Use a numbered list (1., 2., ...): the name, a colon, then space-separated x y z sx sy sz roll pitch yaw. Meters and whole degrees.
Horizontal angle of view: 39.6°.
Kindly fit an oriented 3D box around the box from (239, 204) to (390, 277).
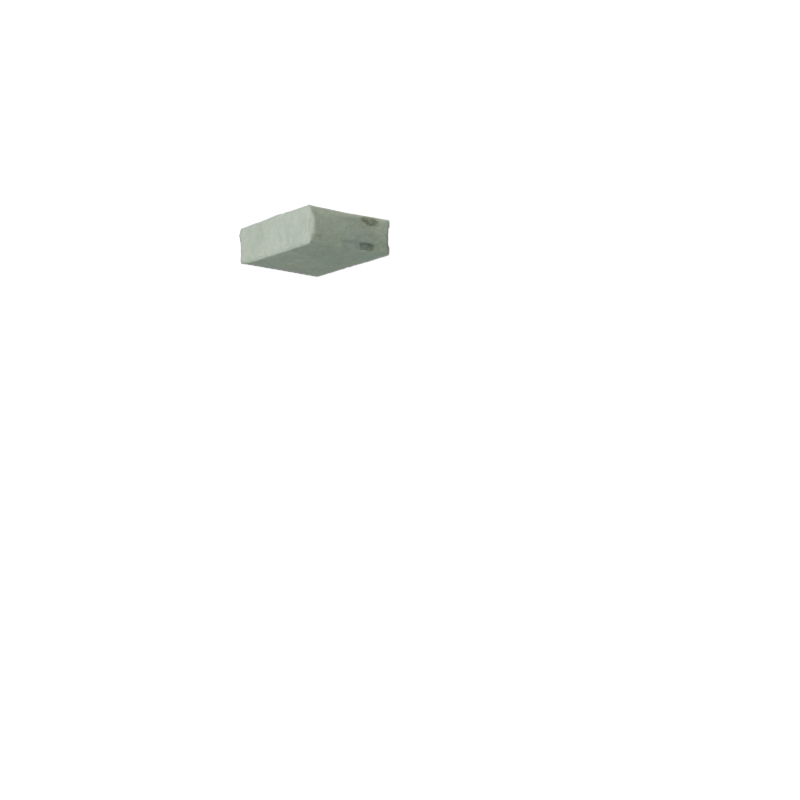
1. box: -0.063 -0.115 0.806 0.070 0.031 0.091 5 -8 -39
